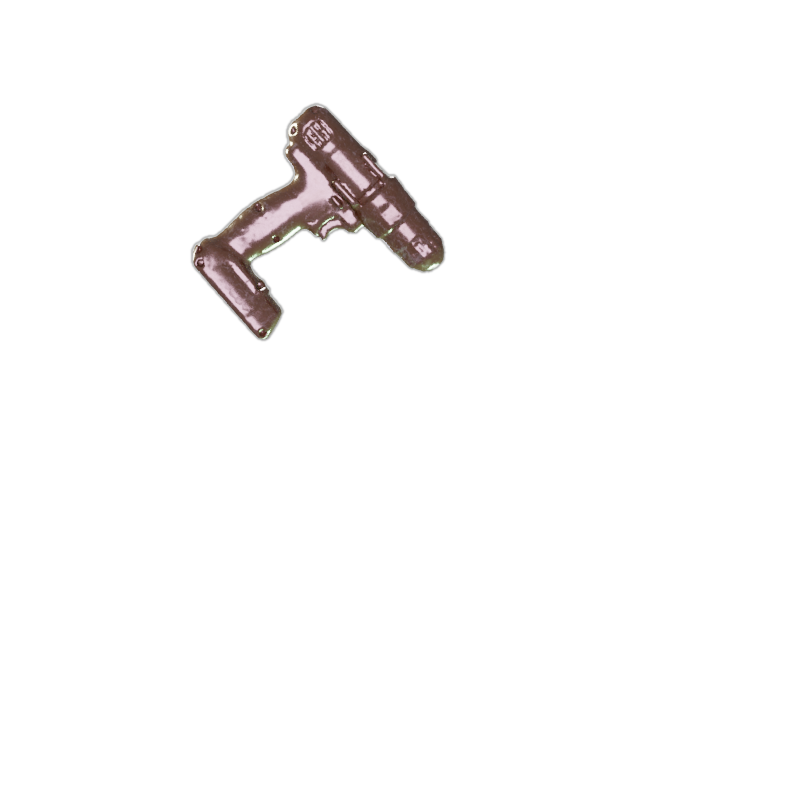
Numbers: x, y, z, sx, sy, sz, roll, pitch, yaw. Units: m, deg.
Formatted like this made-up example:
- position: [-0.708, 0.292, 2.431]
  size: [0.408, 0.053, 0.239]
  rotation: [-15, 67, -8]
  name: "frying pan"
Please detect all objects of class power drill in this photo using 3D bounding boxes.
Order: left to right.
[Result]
- position: [-0.078, -0.142, 0.995]
  size: [0.187, 0.184, 0.058]
  rotation: [-42, 2, 1]
  name: "power drill"
